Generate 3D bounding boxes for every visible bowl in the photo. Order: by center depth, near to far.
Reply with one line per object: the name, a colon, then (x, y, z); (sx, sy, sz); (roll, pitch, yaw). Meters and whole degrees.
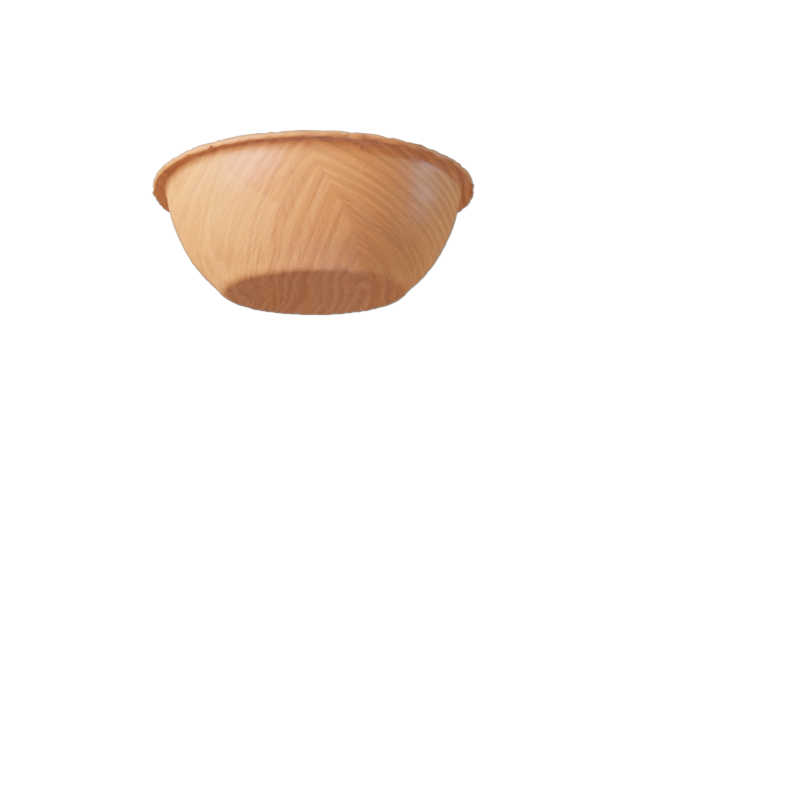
bowl: (-0.043, -0.079, 0.554); (0.162, 0.057, 0.157); (0, -10, -2)
